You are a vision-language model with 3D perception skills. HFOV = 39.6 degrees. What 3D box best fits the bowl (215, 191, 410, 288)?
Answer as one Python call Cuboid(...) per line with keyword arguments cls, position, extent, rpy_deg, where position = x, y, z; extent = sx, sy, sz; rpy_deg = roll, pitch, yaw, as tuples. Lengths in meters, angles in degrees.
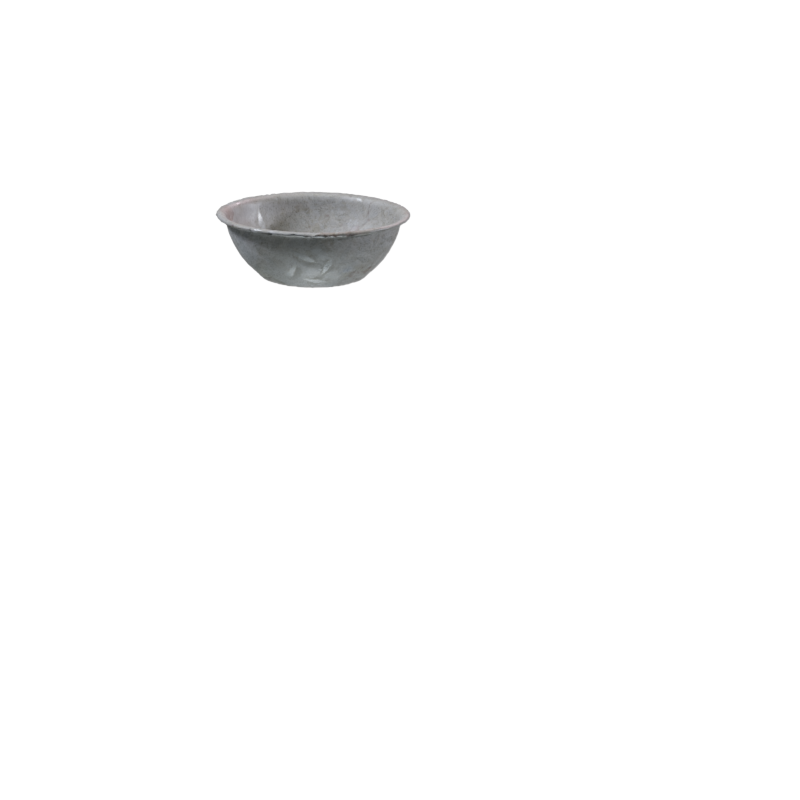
Cuboid(cls="bowl", position=(-0.073, -0.133, 0.932), extent=(0.162, 0.053, 0.169), rpy_deg=(-1, 21, -2))
